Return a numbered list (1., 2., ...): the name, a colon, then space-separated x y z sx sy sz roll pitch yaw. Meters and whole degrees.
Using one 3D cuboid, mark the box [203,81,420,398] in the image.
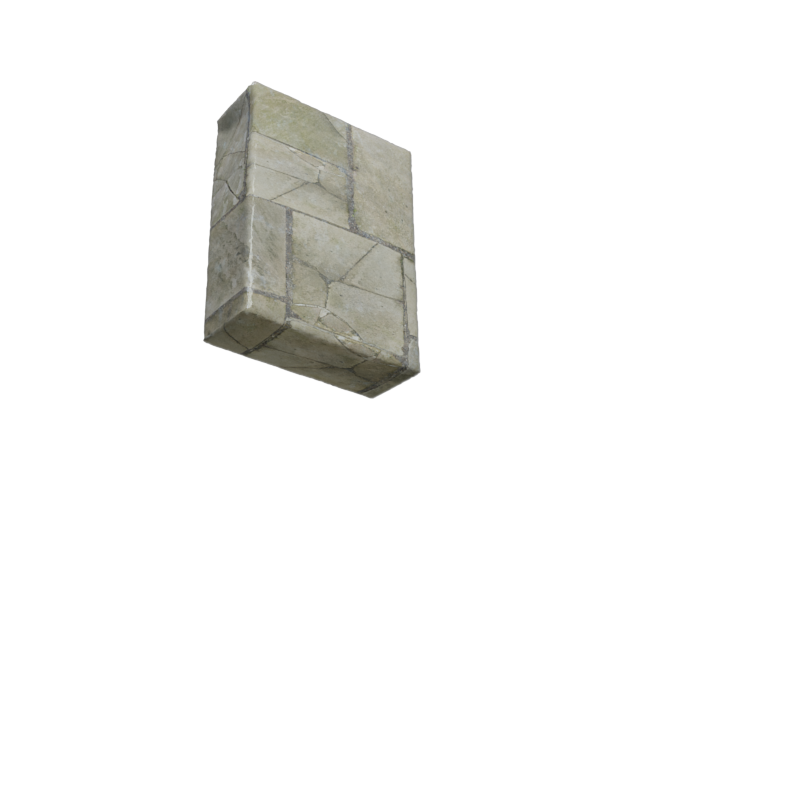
1. box: -0.069 -0.126 0.885 0.156 0.228 0.071 18 -36 -31
